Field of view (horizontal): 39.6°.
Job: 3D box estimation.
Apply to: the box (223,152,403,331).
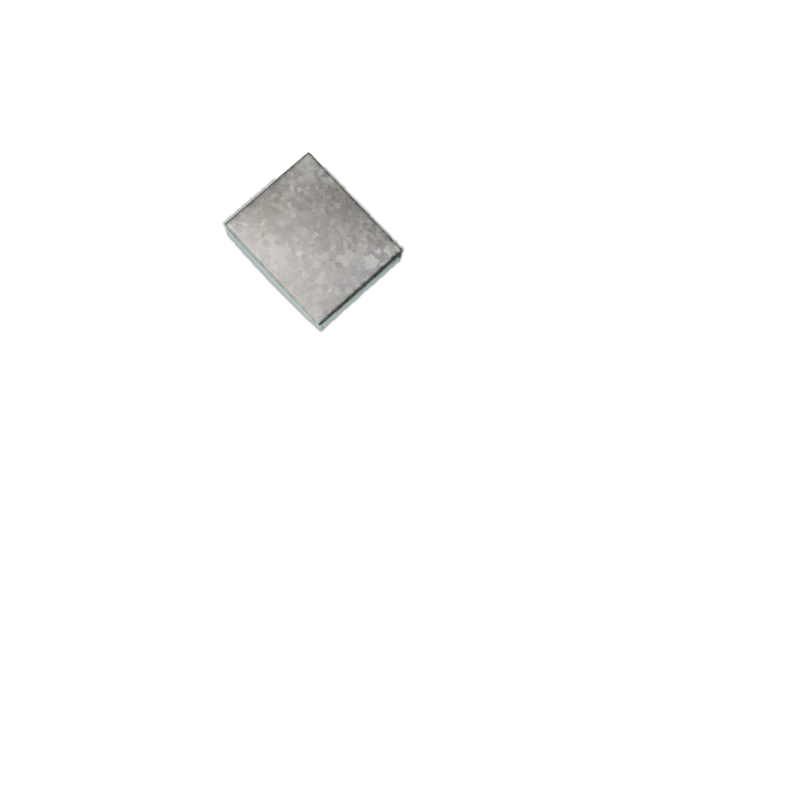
[{"bbox_3d":[-0.068,-0.124,0.870,0.090,0.117,0.038,-42,-10,-9],"label":"box"}]
